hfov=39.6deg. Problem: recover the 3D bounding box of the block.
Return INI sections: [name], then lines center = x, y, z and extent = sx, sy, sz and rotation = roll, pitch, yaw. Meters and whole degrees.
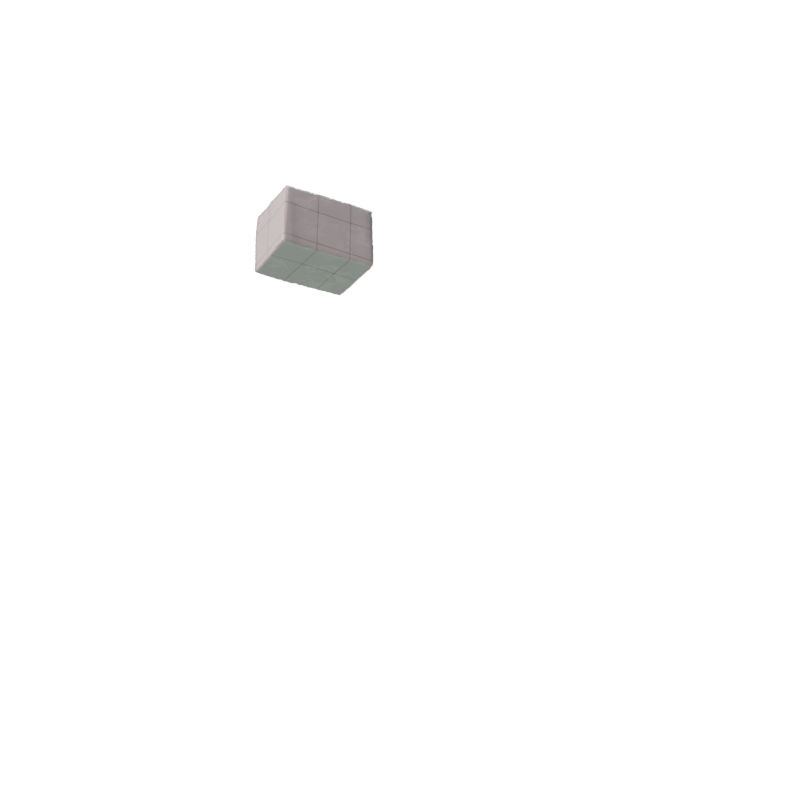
[block]
center = -0.067, -0.122, 0.852
extent = 0.075, 0.055, 0.052
rotation = 14, -32, -26
